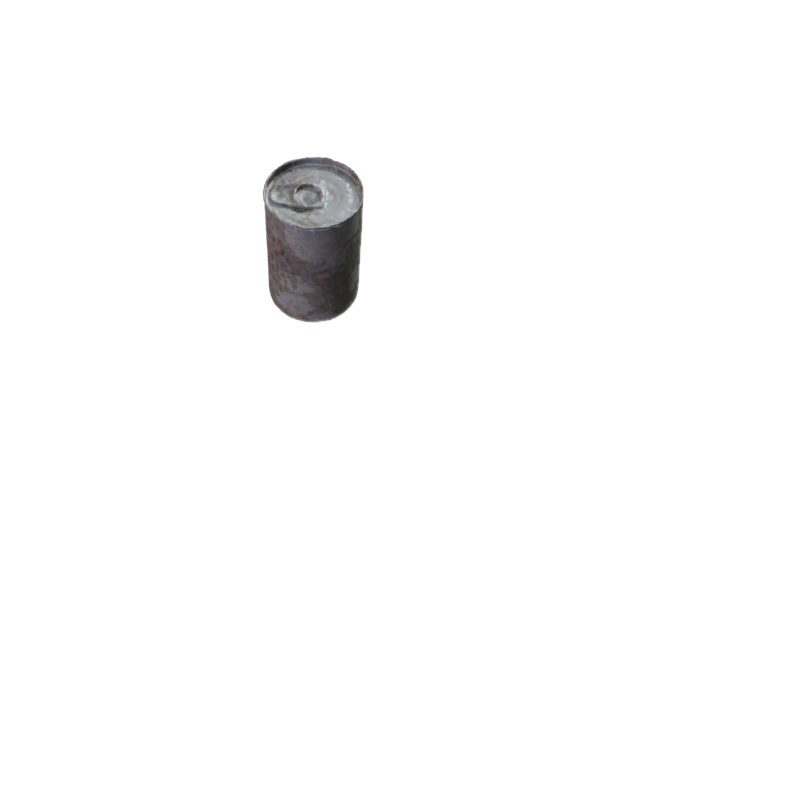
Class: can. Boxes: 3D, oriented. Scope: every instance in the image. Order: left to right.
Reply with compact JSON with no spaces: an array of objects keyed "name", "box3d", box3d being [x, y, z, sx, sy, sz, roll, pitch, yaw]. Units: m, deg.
[{"name":"can","box3d":[-0.061,-0.111,0.779,0.068,0.073,0.095,0,-38,-3]}]
